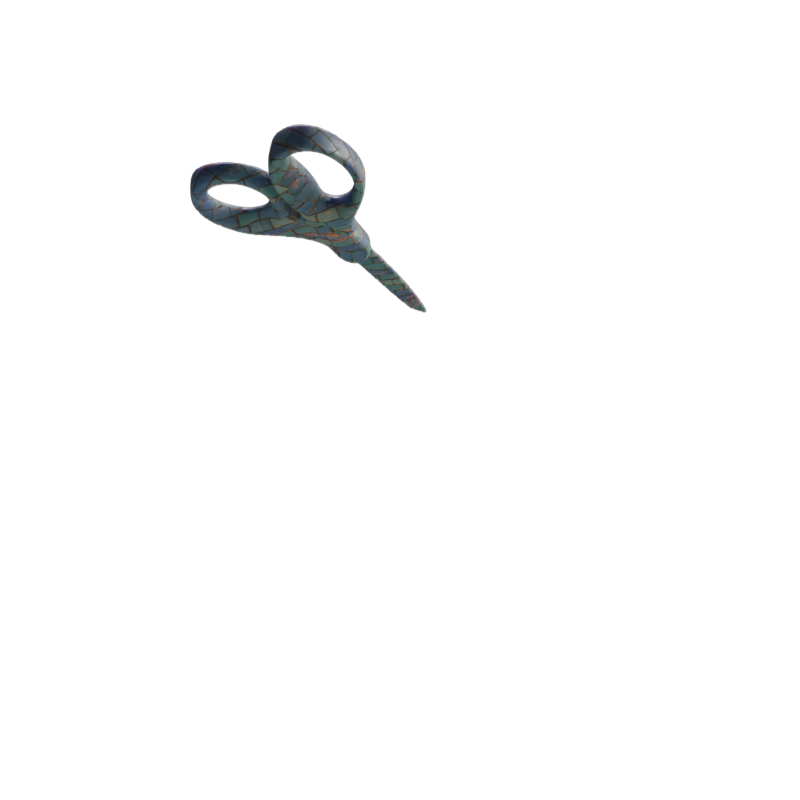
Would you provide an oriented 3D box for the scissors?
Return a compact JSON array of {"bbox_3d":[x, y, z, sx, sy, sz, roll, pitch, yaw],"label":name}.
[{"bbox_3d":[-0.047,-0.085,0.595,0.097,0.017,0.189,-4,-22,9],"label":"scissors"}]
